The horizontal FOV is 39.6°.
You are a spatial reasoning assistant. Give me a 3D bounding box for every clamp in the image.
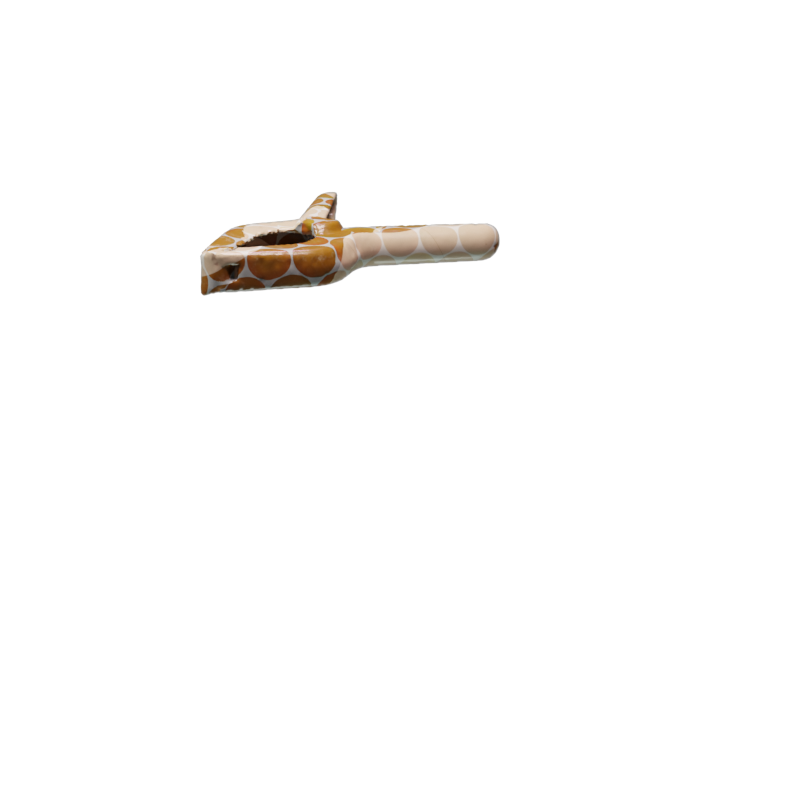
[{"bbox_3d":[-0.059,-0.108,0.759,0.206,0.035,0.175,-18,27,-39],"label":"clamp"}]
